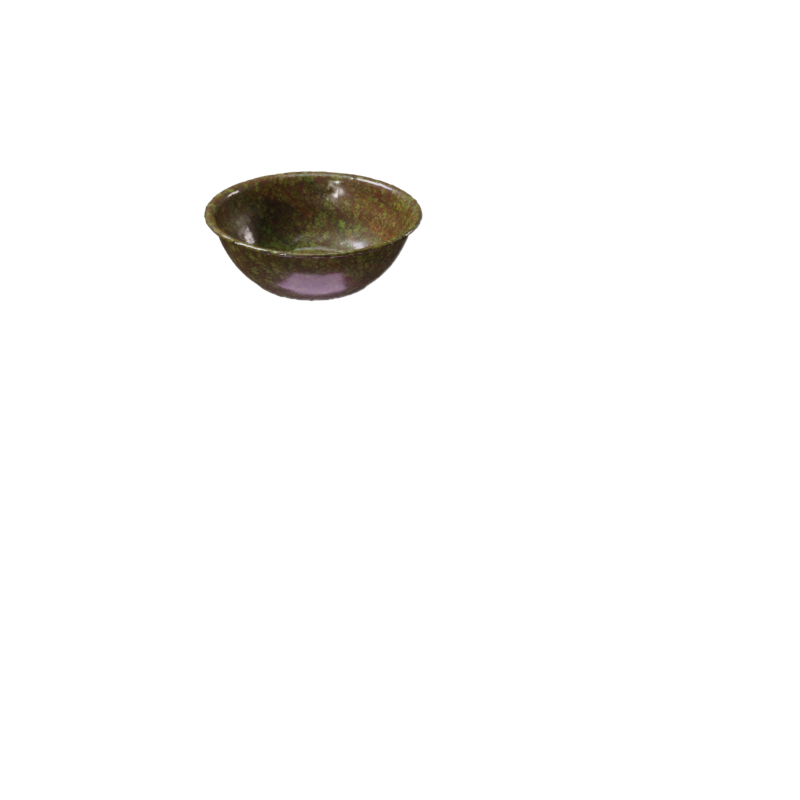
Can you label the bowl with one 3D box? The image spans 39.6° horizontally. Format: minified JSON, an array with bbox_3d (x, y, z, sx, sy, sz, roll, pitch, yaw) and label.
[{"bbox_3d":[-0.065,-0.119,0.832,0.162,0.052,0.172,-1,30,-2],"label":"bowl"}]
